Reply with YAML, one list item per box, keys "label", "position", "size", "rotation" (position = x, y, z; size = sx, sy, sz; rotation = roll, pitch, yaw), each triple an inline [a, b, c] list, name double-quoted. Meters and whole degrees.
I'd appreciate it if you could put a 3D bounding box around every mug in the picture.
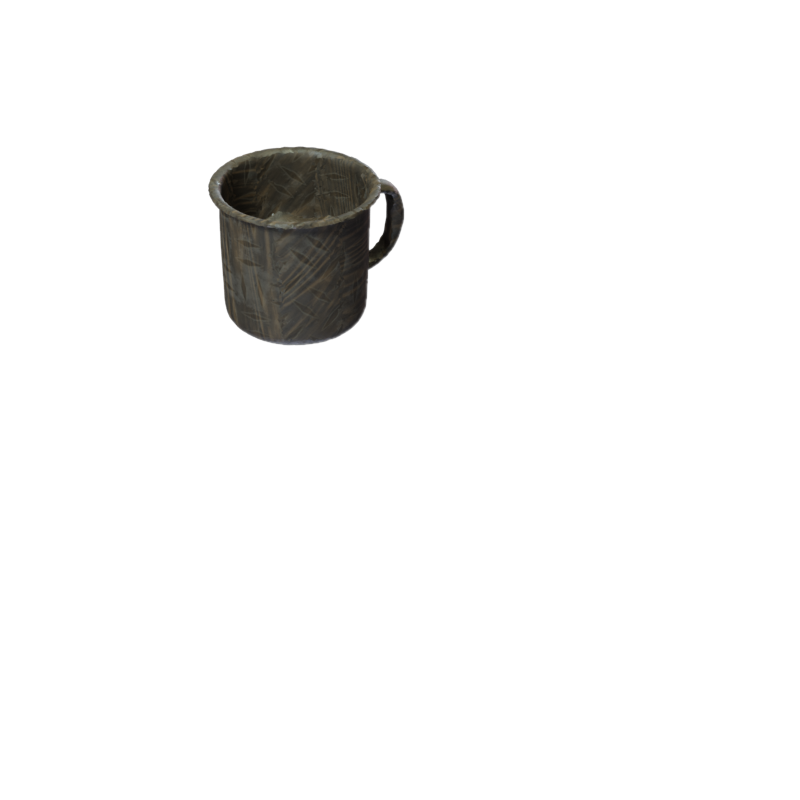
- label: "mug"
  position: [-0.049, -0.089, 0.622]
  size: [0.116, 0.076, 0.100]
  rotation: [-22, 41, -29]
